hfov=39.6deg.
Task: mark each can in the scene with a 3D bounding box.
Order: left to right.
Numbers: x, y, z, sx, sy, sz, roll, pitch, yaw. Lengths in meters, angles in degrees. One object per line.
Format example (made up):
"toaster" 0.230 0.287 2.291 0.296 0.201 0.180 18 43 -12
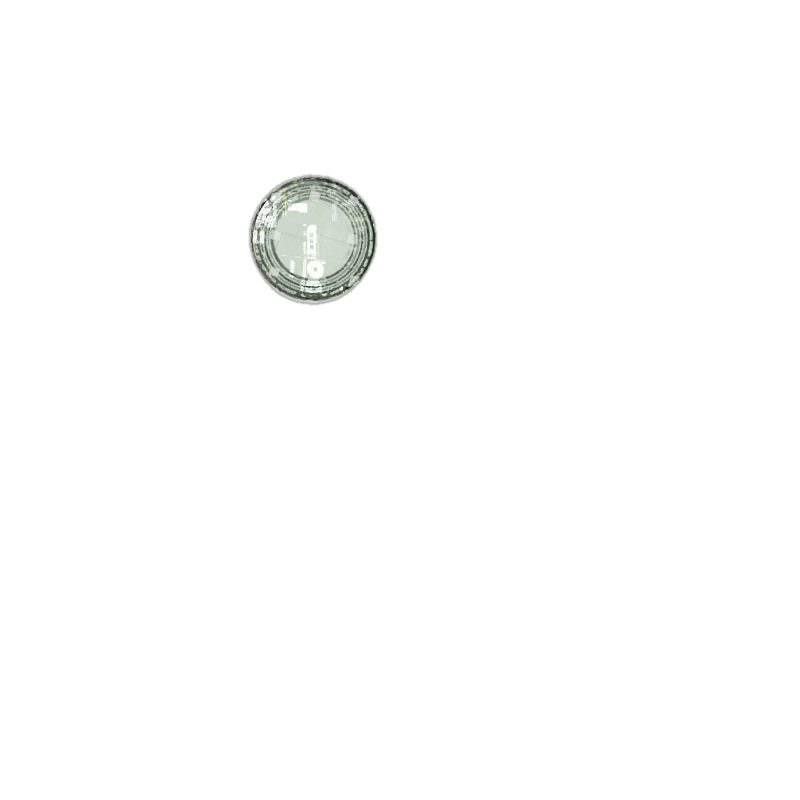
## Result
"can" -0.060 -0.109 0.765 0.086 0.088 0.033 0 -8 -1
